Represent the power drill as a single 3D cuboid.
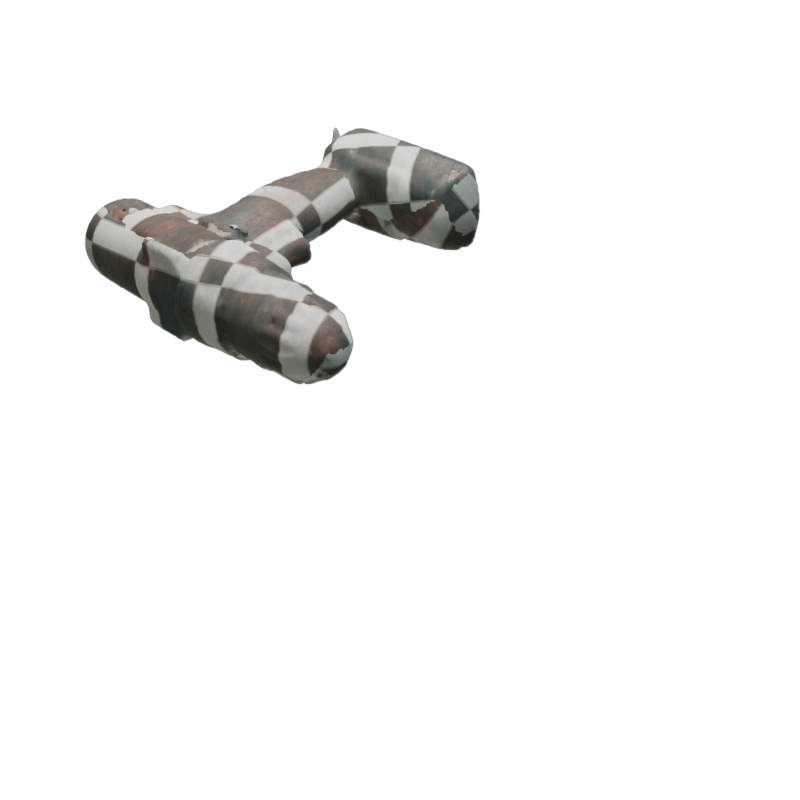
[{"bbox_3d":[-0.046,-0.083,0.584,0.186,0.054,0.197,-27,41,-36],"label":"power drill"}]
